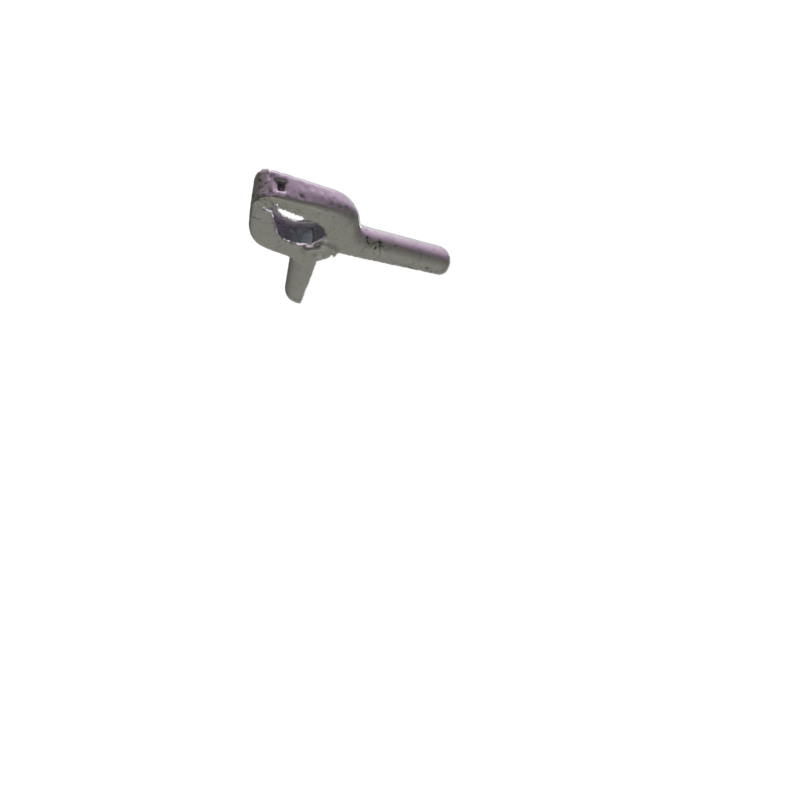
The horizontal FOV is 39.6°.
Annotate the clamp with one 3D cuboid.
[{"bbox_3d":[-0.075,-0.137,0.963,0.167,0.038,0.196,-13,-24,31],"label":"clamp"}]
